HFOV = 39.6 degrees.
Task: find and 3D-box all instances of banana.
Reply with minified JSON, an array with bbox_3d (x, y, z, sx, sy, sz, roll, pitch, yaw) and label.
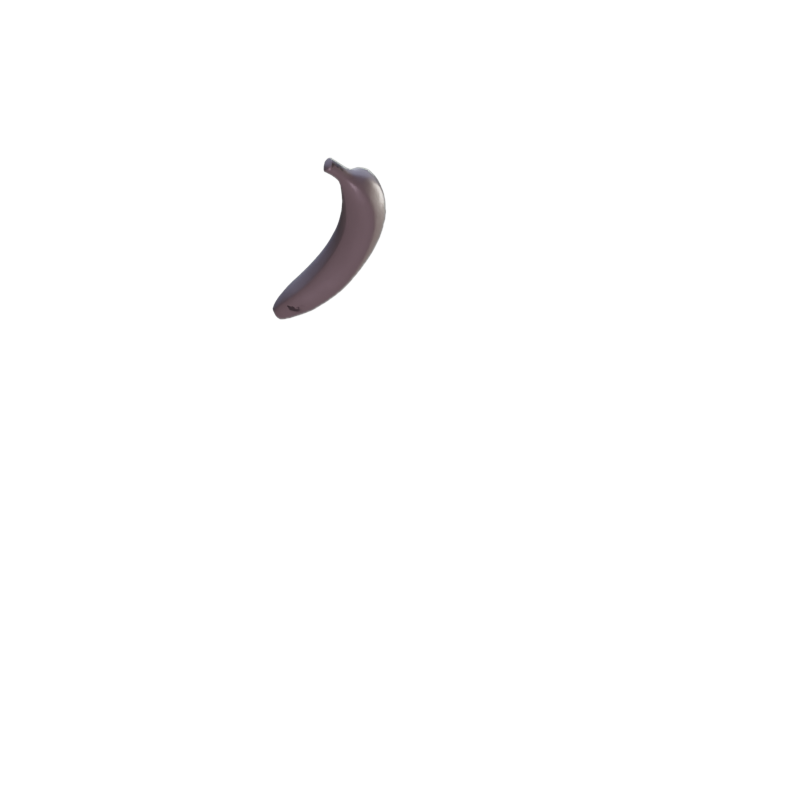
[{"bbox_3d":[-0.055,-0.135,0.948,0.068,0.039,0.188,11,-42,-14],"label":"banana"}]
